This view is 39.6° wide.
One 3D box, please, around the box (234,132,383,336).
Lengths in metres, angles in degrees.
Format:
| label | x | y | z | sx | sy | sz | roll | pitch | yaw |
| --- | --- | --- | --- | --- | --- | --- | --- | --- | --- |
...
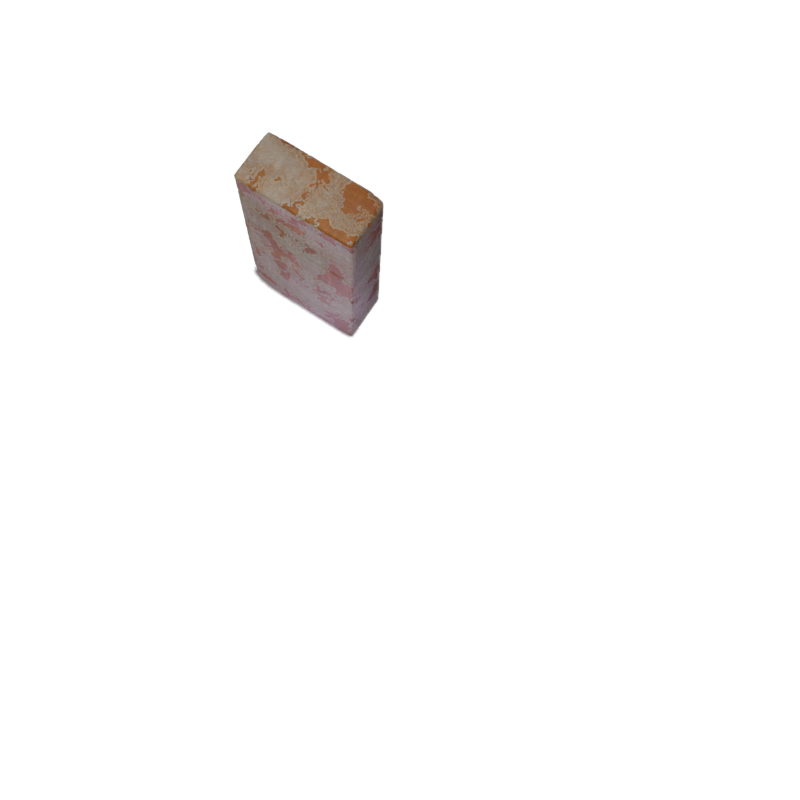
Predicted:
| label | x | y | z | sx | sy | sz | roll | pitch | yaw |
| --- | --- | --- | --- | --- | --- | --- | --- | --- | --- |
| box | -0.060 | -0.111 | 0.774 | 0.096 | 0.049 | 0.168 | 34 | -17 | 8 |
